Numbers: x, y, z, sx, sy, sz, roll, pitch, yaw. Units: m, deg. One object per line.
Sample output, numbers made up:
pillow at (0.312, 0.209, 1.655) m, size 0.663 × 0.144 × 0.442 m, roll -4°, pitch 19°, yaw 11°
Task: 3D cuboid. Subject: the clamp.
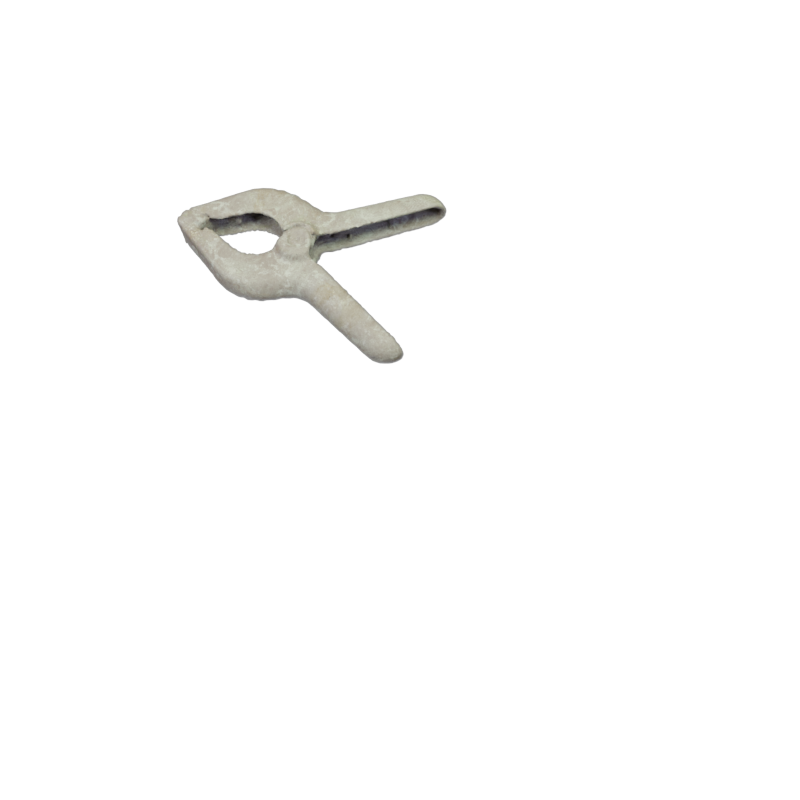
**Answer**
clamp at (-0.056, -0.102, 0.718) m, size 0.177 × 0.124 × 0.037 m, roll 22°, pitch -30°, yaw 14°
